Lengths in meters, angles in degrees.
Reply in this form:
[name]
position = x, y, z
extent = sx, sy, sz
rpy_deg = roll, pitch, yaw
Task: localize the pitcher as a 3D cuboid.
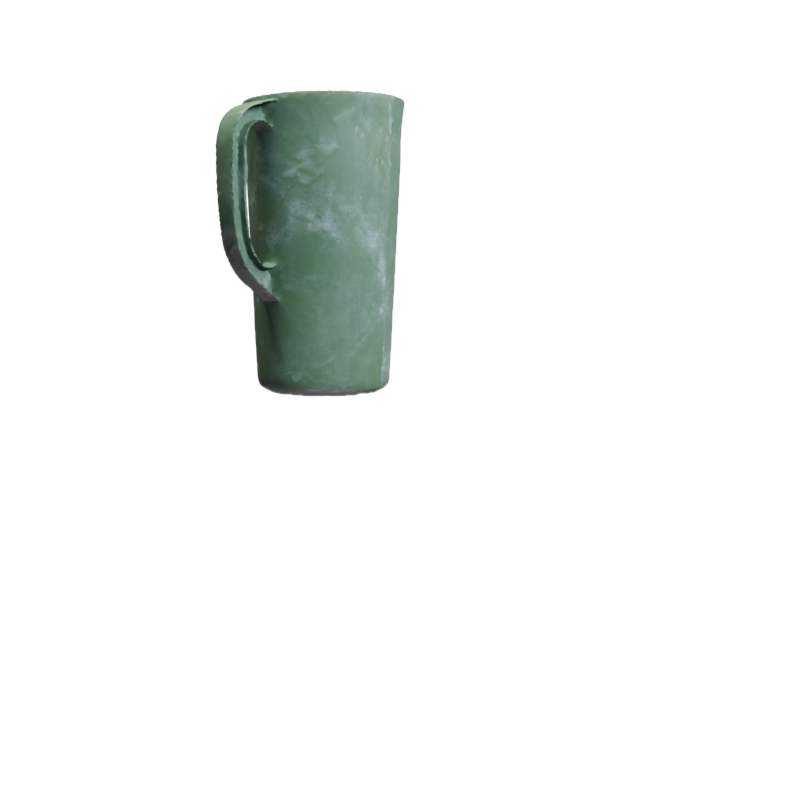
[pitcher]
position = -0.071, -0.129, 0.901
extent = 0.149, 0.244, 0.145
rpy_deg = 0, 0, -2
